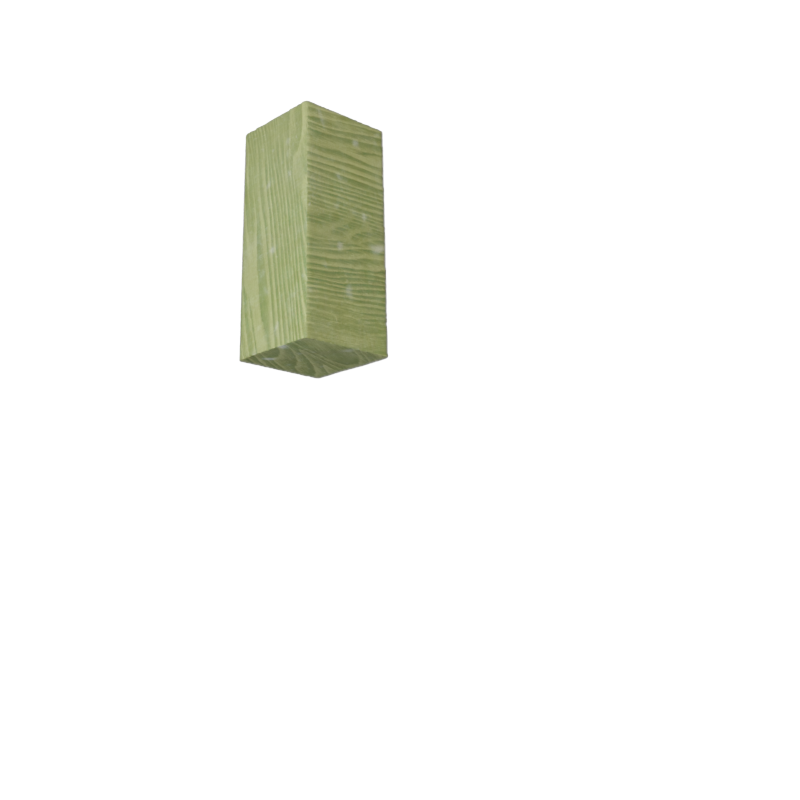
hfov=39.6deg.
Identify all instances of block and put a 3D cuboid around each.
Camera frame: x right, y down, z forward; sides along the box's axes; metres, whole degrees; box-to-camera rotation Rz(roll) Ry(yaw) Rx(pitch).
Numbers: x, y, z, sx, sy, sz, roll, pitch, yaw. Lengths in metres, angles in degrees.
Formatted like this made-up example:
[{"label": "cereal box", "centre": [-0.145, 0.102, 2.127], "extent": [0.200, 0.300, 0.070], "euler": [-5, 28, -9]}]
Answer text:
[{"label": "block", "centre": [-0.074, -0.134, 0.938], "extent": [0.086, 0.216, 0.091], "euler": [16, -26, -40]}]
